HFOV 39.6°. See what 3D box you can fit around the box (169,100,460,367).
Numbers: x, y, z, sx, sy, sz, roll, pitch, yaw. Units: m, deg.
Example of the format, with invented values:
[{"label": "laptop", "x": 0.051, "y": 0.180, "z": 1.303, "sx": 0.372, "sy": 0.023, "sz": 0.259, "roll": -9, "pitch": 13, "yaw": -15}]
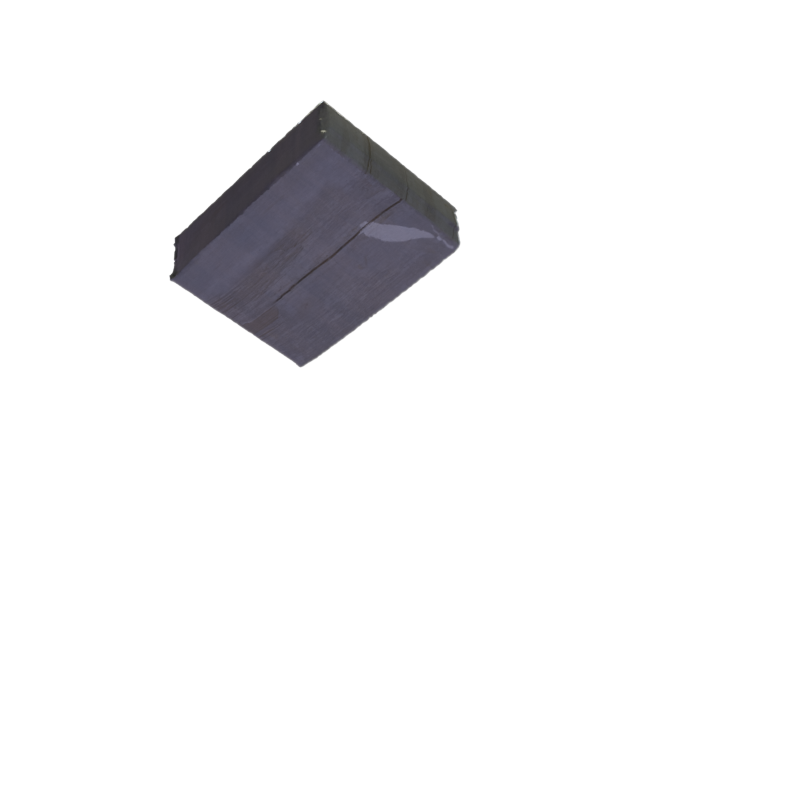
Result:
[{"label": "box", "x": -0.042, "y": -0.076, "z": 0.534, "sx": 0.085, "sy": 0.042, "sz": 0.112, "roll": 37, "pitch": -61, "yaw": -27}]
